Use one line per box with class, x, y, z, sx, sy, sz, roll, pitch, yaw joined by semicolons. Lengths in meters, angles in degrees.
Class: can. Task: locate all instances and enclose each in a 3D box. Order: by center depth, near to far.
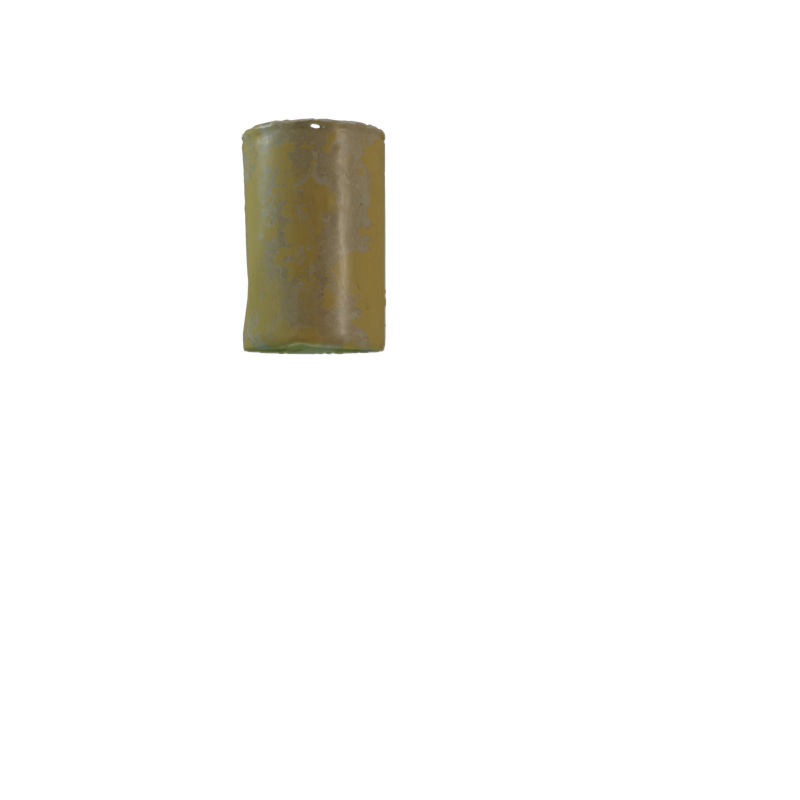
can;-0.040;-0.074;0.516;0.068;0.104;0.068;0;-5;-2
